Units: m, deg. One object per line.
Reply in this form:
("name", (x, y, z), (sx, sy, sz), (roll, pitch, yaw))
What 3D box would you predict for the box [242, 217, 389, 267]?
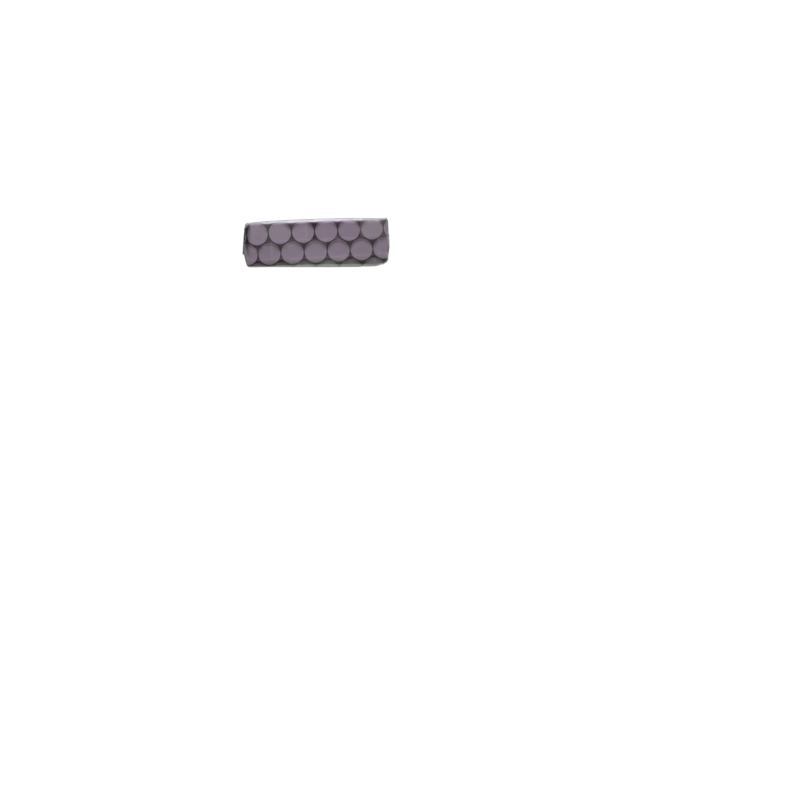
("box", (-0.070, -0.127, 0.890), (0.113, 0.038, 0.092), (-1, 8, -5))
